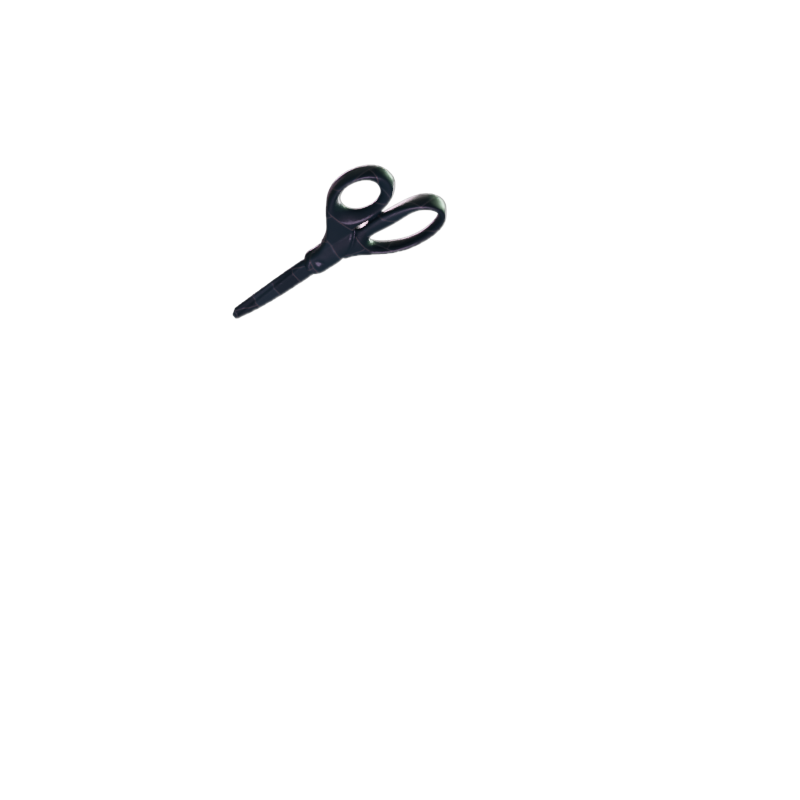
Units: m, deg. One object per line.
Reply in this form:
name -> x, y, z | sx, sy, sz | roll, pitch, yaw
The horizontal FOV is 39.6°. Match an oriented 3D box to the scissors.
scissors -> -0.064, -0.118, 0.824 | 0.203, 0.017, 0.089 | -18, -41, 22
